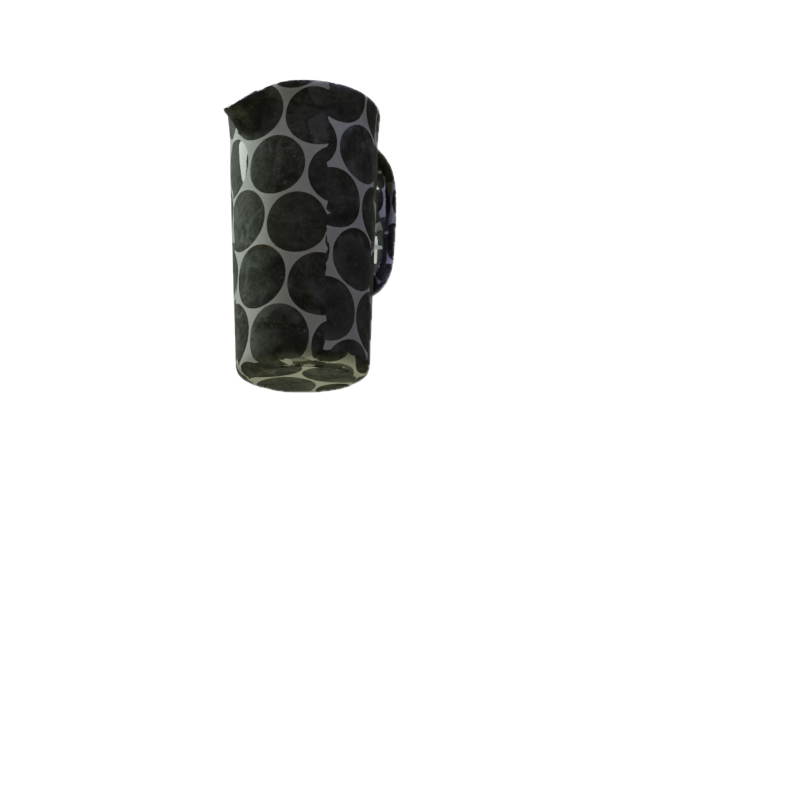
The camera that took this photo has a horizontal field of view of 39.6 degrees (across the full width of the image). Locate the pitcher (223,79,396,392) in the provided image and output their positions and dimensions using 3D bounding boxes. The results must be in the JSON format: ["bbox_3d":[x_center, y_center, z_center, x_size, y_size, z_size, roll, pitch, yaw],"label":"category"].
[{"bbox_3d":[-0.073,-0.134,0.935,0.149,0.254,0.139,-1,-18,-1],"label":"pitcher"}]
